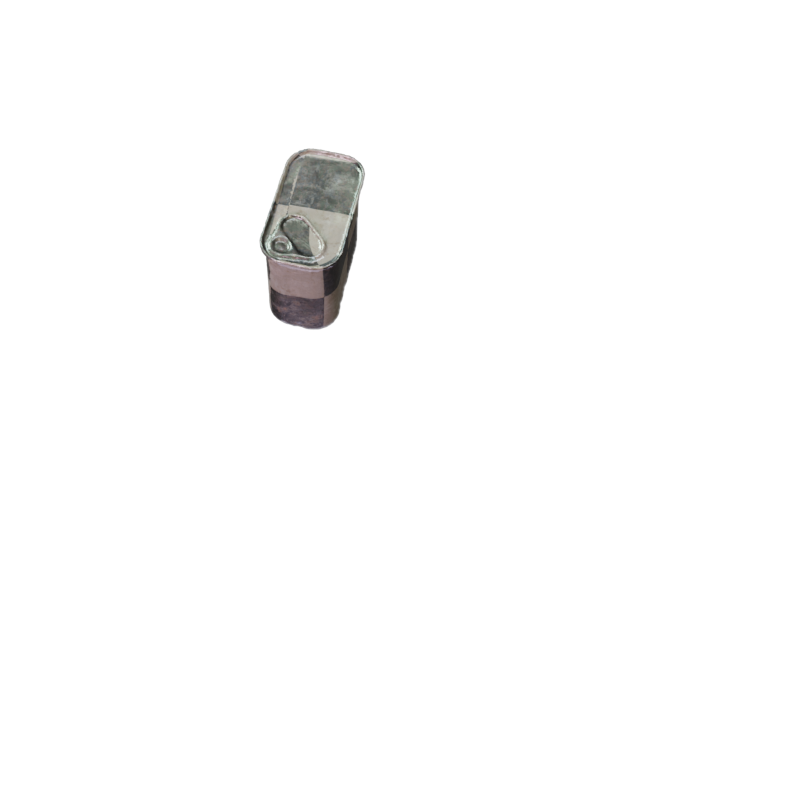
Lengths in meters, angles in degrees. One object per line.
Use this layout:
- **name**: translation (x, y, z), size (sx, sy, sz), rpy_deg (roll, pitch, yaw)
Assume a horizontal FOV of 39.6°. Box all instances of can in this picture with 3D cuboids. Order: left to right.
- **can**: translation (-0.062, -0.113, 0.792), size (0.058, 0.108, 0.078), rpy_deg (11, -32, 4)
